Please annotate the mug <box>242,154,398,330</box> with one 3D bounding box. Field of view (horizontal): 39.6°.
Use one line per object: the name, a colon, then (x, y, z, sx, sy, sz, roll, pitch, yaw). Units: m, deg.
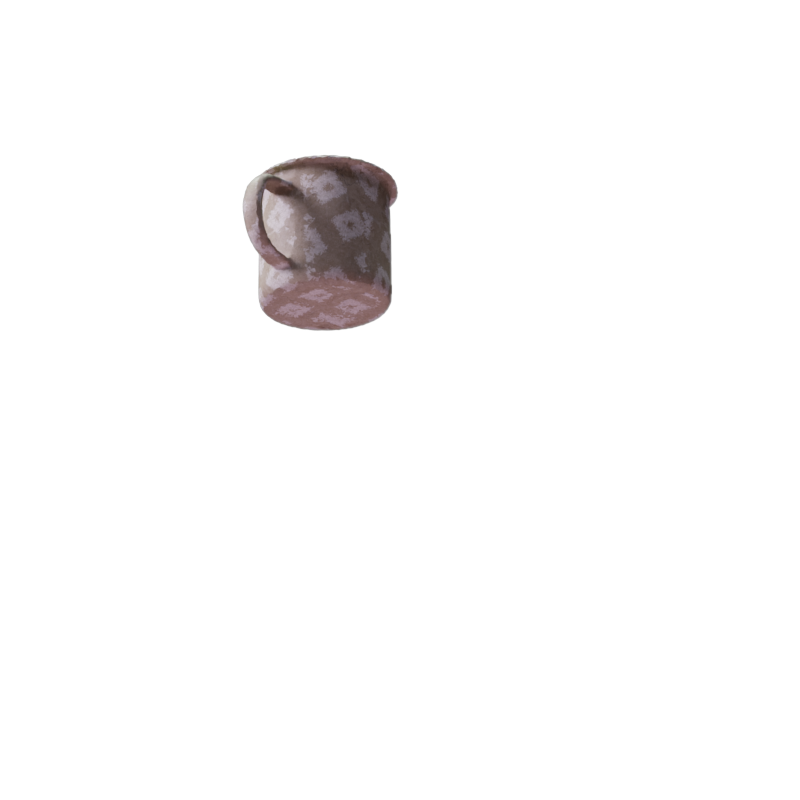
mug: (-0.053, -0.097, 0.680, 0.095, 0.086, 0.109, -15, -26, 31)
